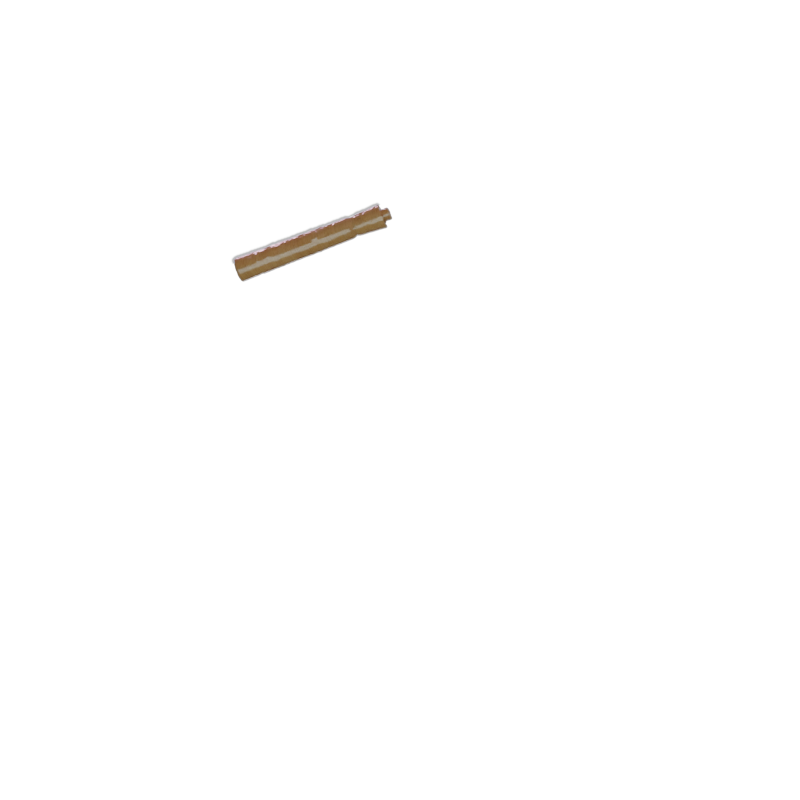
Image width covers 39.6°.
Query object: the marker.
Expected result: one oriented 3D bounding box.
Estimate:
[{"bbox_3d":[-0.064,-0.117,0.820,0.121,0.020,0.020,-20,2,7],"label":"marker"}]
